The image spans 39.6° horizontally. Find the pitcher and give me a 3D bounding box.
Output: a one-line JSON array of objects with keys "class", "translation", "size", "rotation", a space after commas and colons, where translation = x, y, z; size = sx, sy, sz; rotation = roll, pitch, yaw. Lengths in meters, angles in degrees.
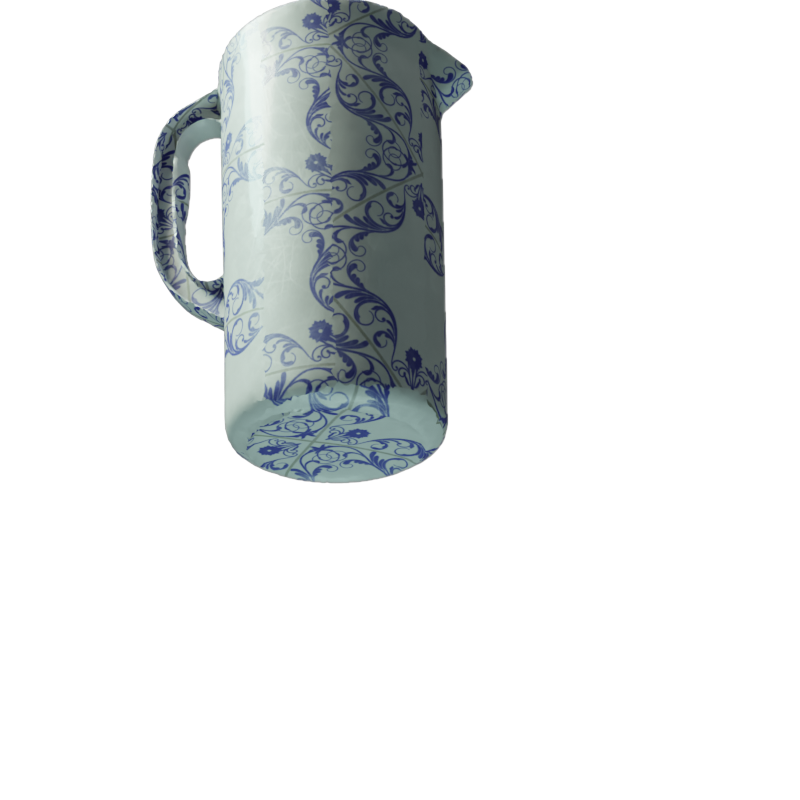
[{"class": "pitcher", "translation": [-0.047, -0.085, 0.599], "size": [0.138, 0.259, 0.147], "rotation": [18, -36, -29]}]
